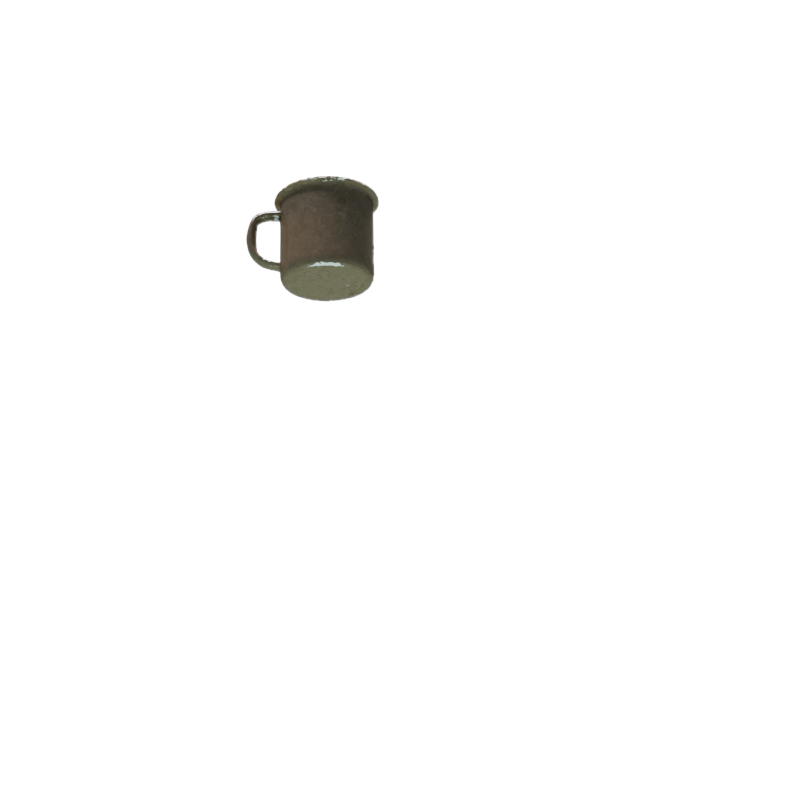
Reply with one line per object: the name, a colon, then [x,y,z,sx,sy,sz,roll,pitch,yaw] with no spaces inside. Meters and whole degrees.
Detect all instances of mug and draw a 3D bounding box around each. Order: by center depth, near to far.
mug: [-0.076,-0.139,0.972,0.116,0.086,0.089,2,-23,-6]
